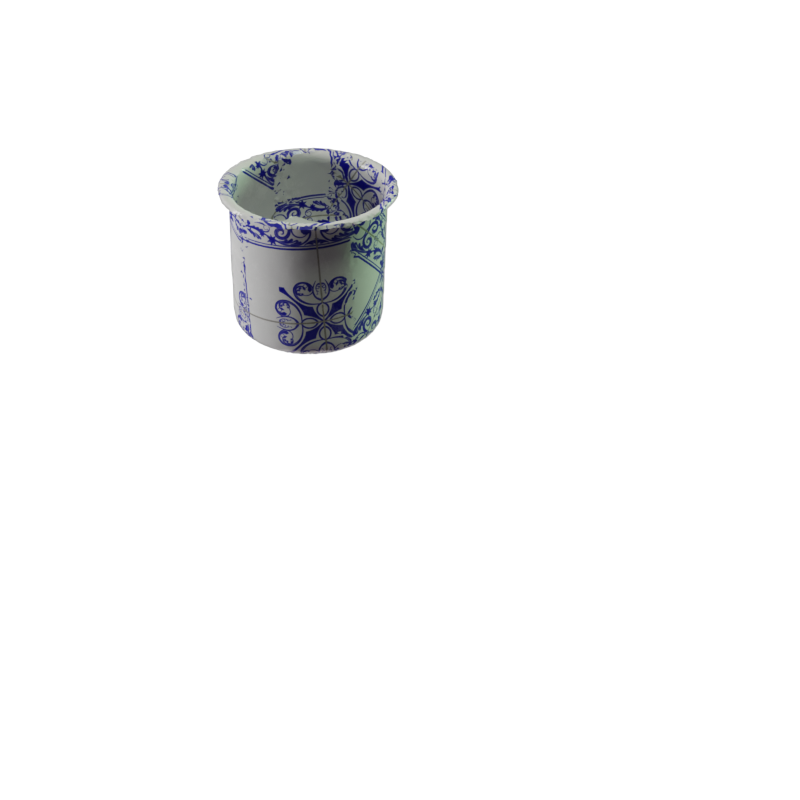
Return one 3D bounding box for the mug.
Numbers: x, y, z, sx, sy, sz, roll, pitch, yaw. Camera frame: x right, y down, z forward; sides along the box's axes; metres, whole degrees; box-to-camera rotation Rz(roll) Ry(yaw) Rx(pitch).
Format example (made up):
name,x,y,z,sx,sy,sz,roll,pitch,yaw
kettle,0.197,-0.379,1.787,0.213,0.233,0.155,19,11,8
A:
name,x,y,z,sx,sy,sz,roll,pitch,yaw
mug,-0.047,-0.086,0.599,0.095,0.076,0.123,6,34,8
